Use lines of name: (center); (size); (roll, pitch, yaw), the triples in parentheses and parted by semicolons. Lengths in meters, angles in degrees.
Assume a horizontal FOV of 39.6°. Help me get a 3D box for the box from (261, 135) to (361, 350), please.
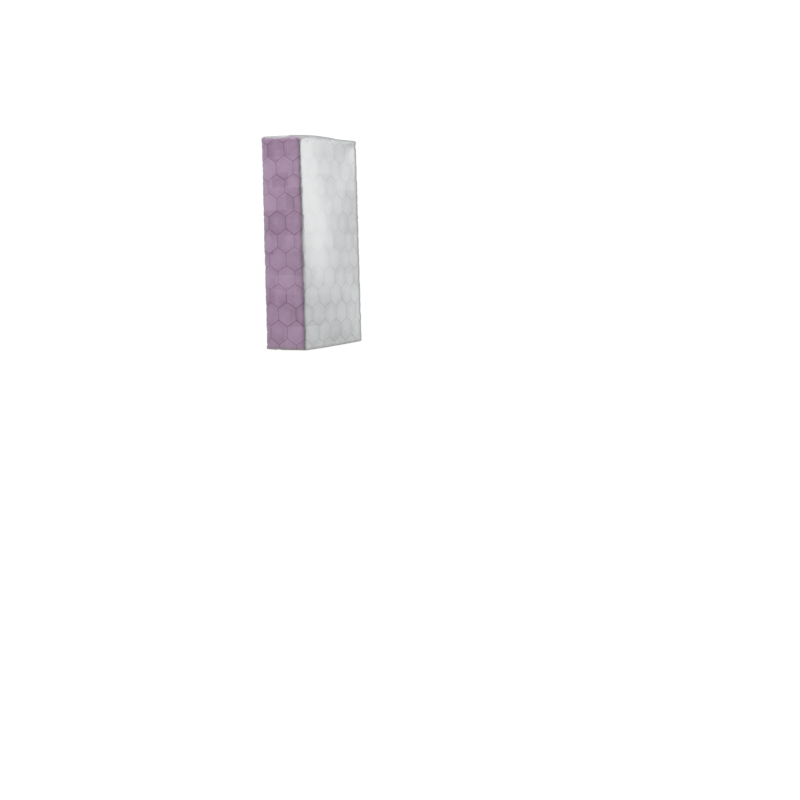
box: (-0.073, -0.134, 0.939); (0.050, 0.175, 0.091); (1, 4, 30)
